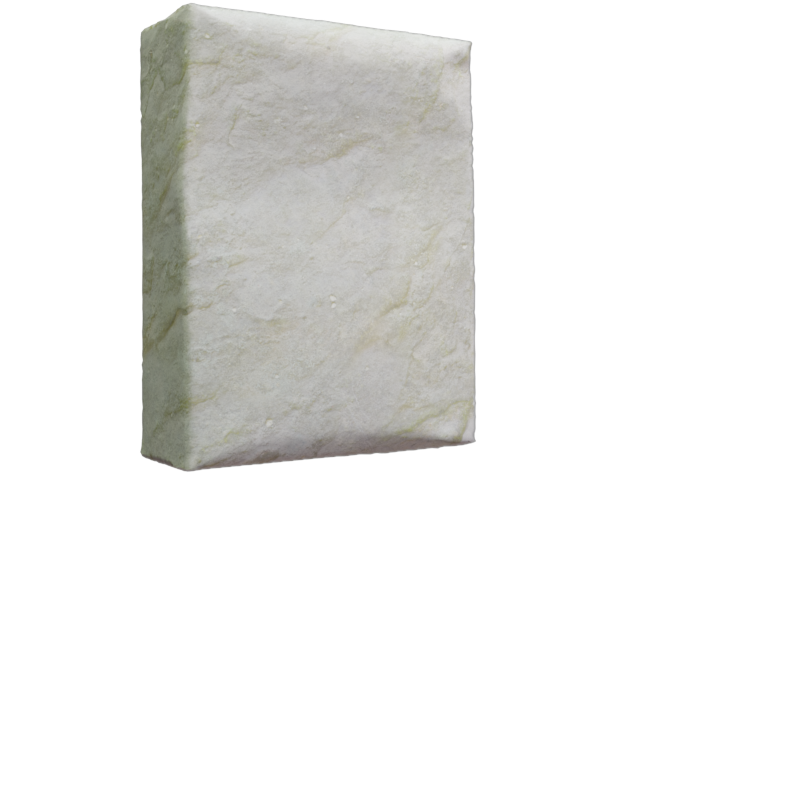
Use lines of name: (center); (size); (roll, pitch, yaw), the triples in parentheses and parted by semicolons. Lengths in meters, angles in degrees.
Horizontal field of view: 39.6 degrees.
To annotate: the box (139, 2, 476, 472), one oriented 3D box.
box: (-0.044, -0.080, 0.557); (0.159, 0.215, 0.074); (0, -2, -30)
